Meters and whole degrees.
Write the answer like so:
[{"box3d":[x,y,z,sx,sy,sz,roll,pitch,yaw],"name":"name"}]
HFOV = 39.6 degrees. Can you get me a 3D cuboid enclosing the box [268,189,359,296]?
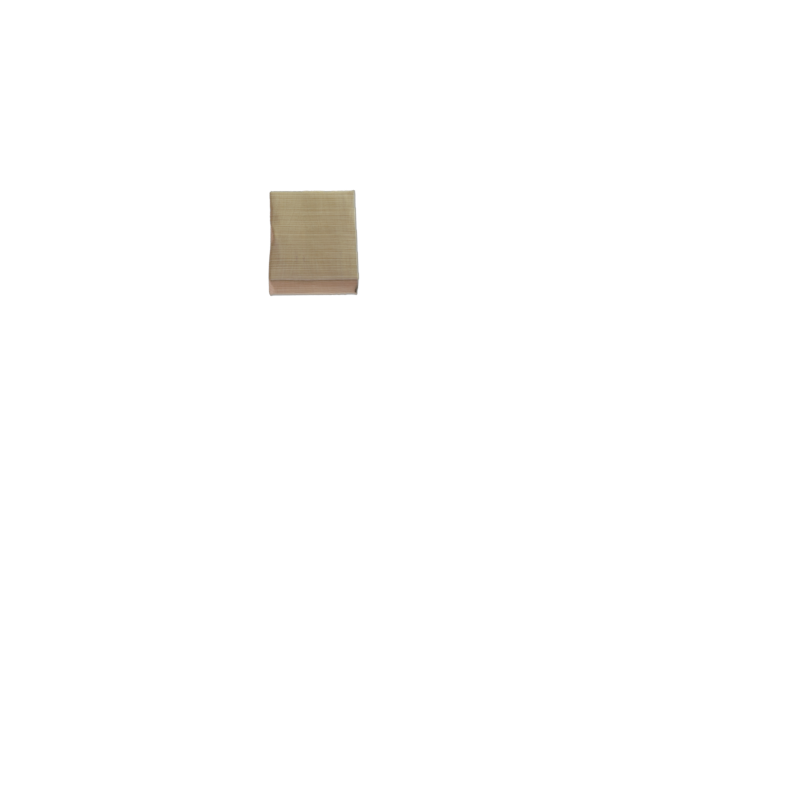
[{"box3d":[-0.072,-0.131,0.917,0.073,0.095,0.028,-1,-27,-1],"name":"box"}]
